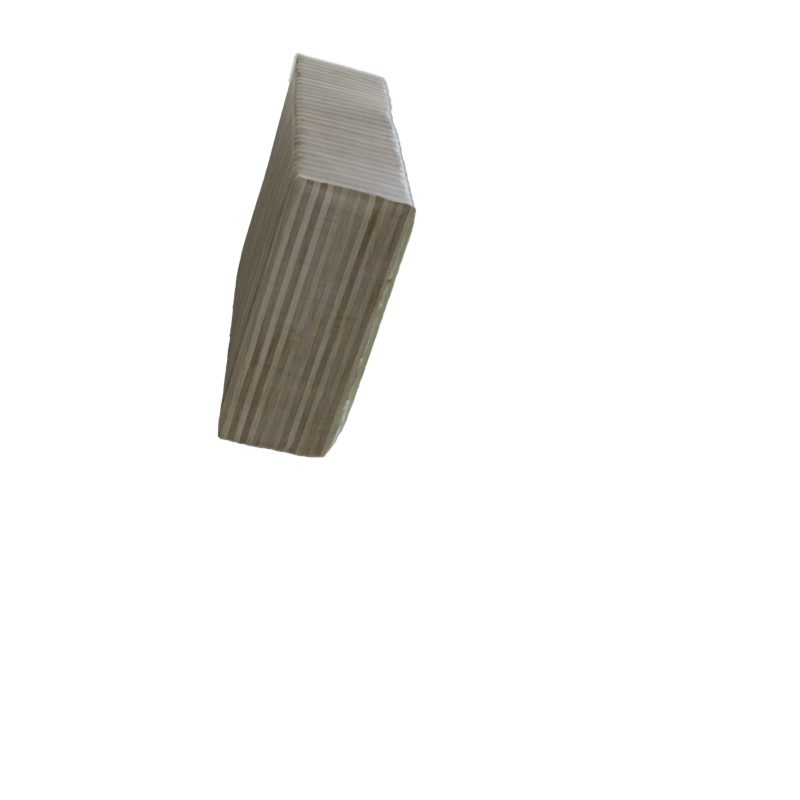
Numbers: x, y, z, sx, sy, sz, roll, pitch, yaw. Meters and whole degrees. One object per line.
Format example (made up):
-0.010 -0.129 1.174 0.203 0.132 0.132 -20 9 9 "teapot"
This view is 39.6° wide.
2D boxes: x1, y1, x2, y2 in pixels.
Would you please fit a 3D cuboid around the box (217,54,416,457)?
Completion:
-0.052 -0.096 0.669 0.070 0.157 0.227 14 29 -12 "box"
